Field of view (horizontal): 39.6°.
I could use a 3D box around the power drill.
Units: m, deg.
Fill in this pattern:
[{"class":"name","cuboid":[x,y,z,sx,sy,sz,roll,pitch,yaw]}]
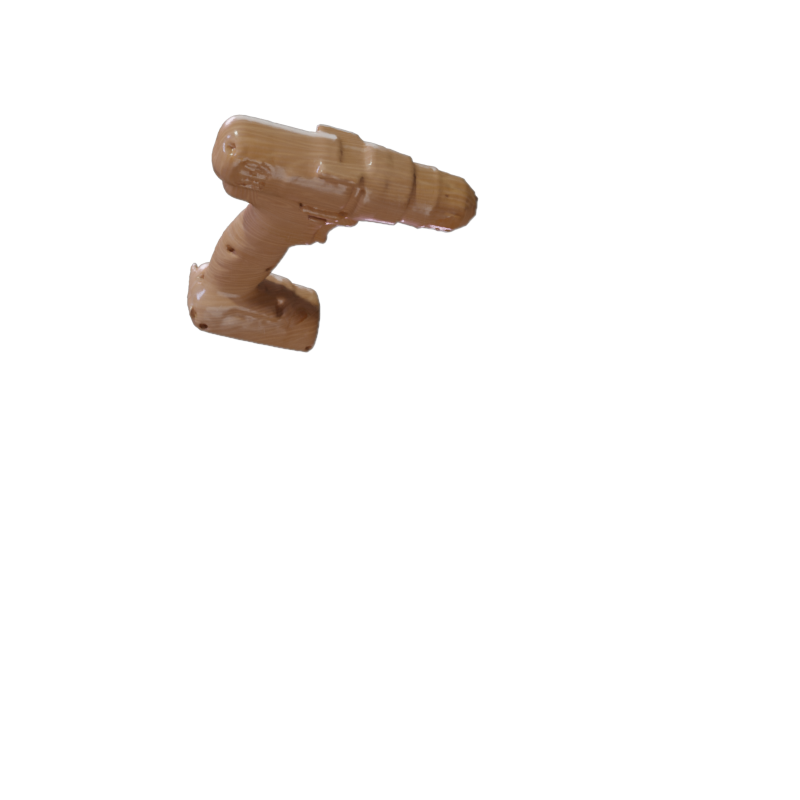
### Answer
[{"class":"power drill","cuboid":[-0.061,-0.111,0.781,0.179,0.062,0.180,15,-42,-17]}]
